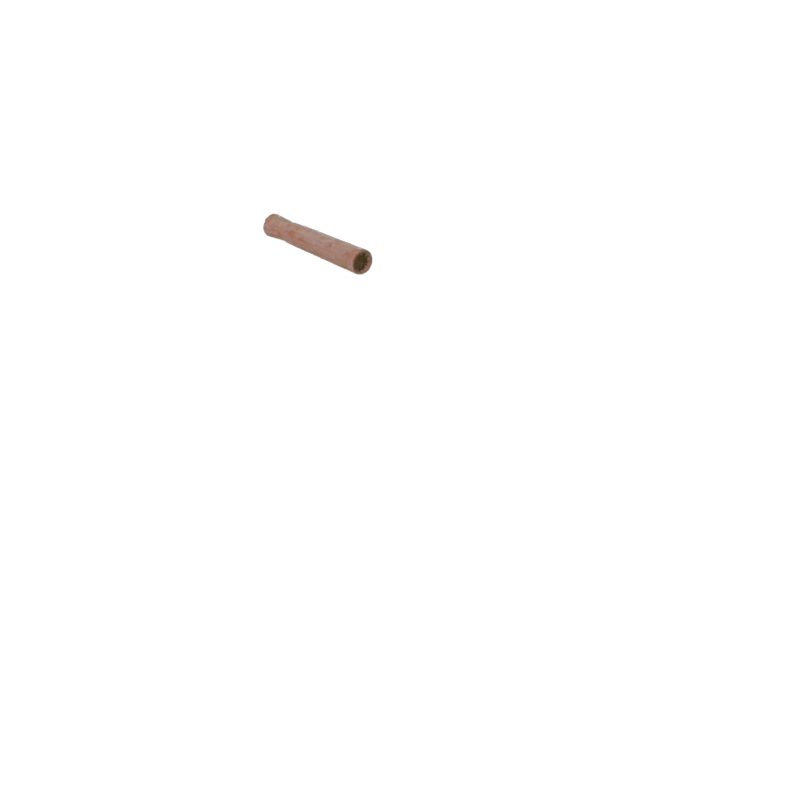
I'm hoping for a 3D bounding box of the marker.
[{"bbox_3d":[-0.065,-0.119,0.831,0.019,0.019,0.129,-3,21,-38],"label":"marker"}]
